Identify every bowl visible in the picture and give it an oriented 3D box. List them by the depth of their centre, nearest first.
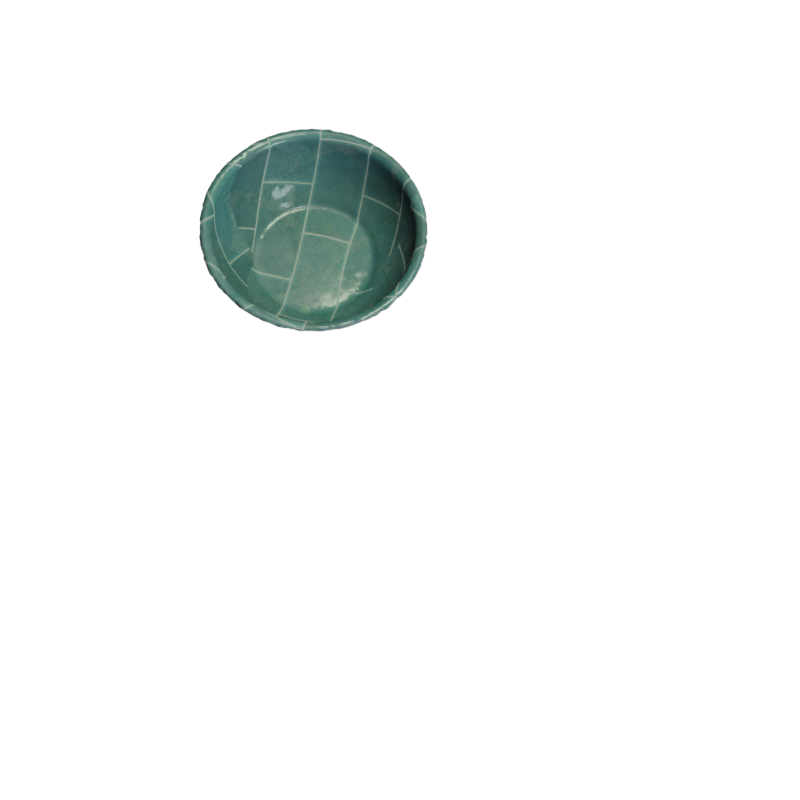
[{"bbox_3d":[-0.063,-0.115,0.803,0.162,0.172,0.052,-1,-25,-1],"label":"bowl"}]
